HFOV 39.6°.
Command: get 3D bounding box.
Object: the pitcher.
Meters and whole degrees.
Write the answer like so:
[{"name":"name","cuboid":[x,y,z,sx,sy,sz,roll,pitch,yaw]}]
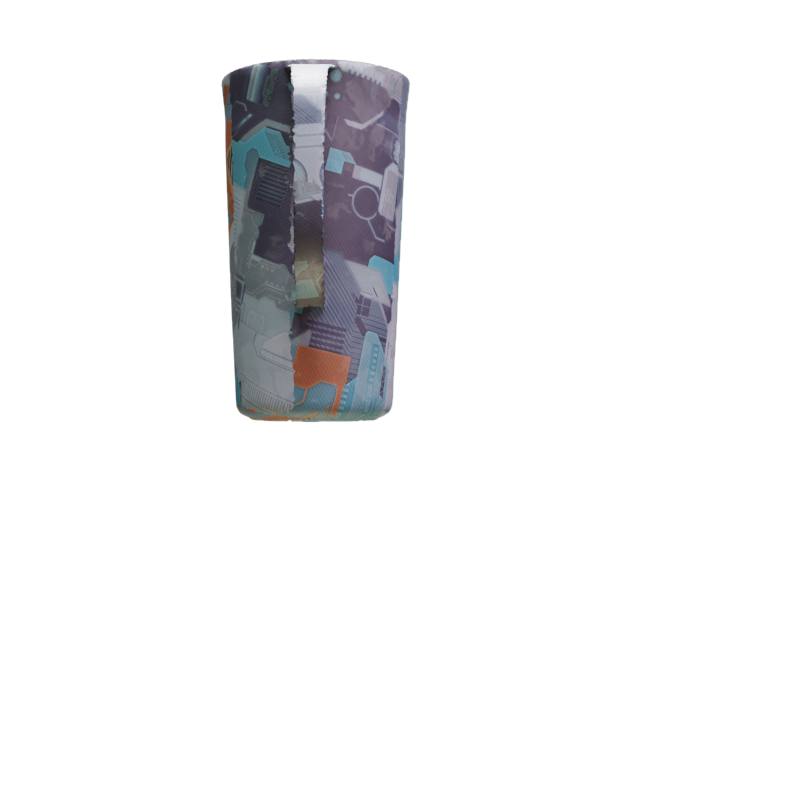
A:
[{"name":"pitcher","cuboid":[-0.060,-0.109,0.764,0.150,0.247,0.142,-5,-6,43]}]
